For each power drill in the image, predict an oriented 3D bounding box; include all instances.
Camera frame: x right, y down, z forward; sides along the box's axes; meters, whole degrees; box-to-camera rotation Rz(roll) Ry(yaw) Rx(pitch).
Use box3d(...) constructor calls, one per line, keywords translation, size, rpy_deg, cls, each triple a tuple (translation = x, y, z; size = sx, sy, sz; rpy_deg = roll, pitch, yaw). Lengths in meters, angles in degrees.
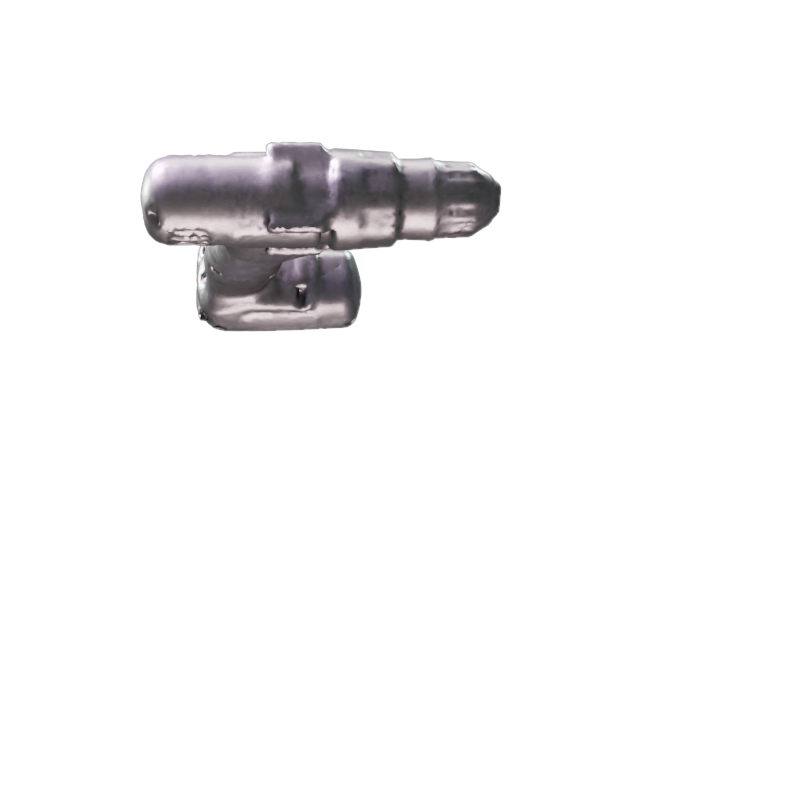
box3d(translation=(-0.050, -0.090, 0.634), size=(0.183, 0.060, 0.181), rpy_deg=(1, -14, -6), cls="power drill")
